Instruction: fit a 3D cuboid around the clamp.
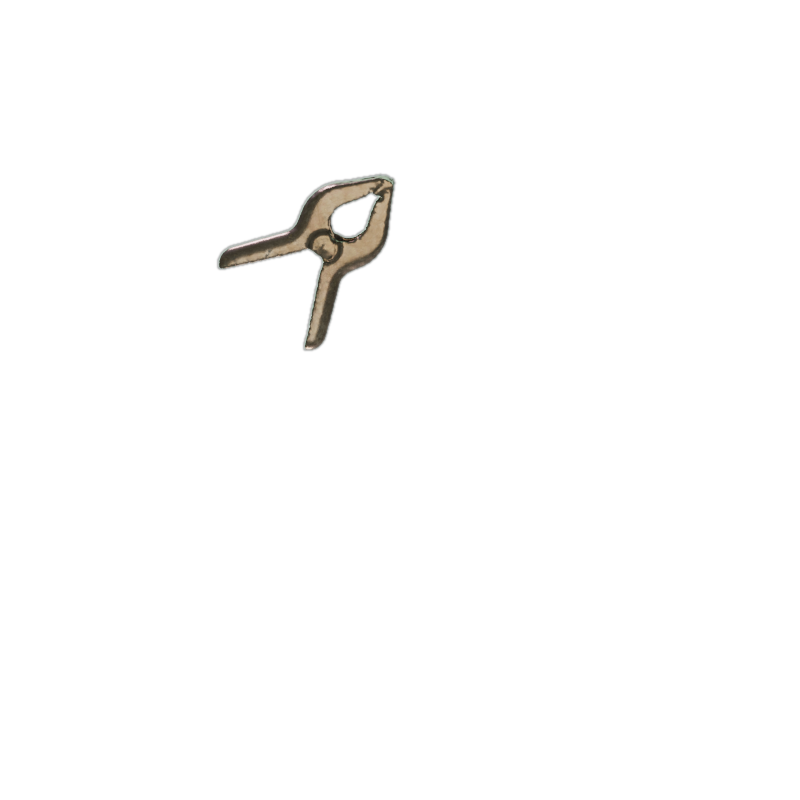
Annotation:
[{"bbox_3d":[-0.077,-0.140,0.981,0.118,0.169,0.040,35,11,-9],"label":"clamp"}]
